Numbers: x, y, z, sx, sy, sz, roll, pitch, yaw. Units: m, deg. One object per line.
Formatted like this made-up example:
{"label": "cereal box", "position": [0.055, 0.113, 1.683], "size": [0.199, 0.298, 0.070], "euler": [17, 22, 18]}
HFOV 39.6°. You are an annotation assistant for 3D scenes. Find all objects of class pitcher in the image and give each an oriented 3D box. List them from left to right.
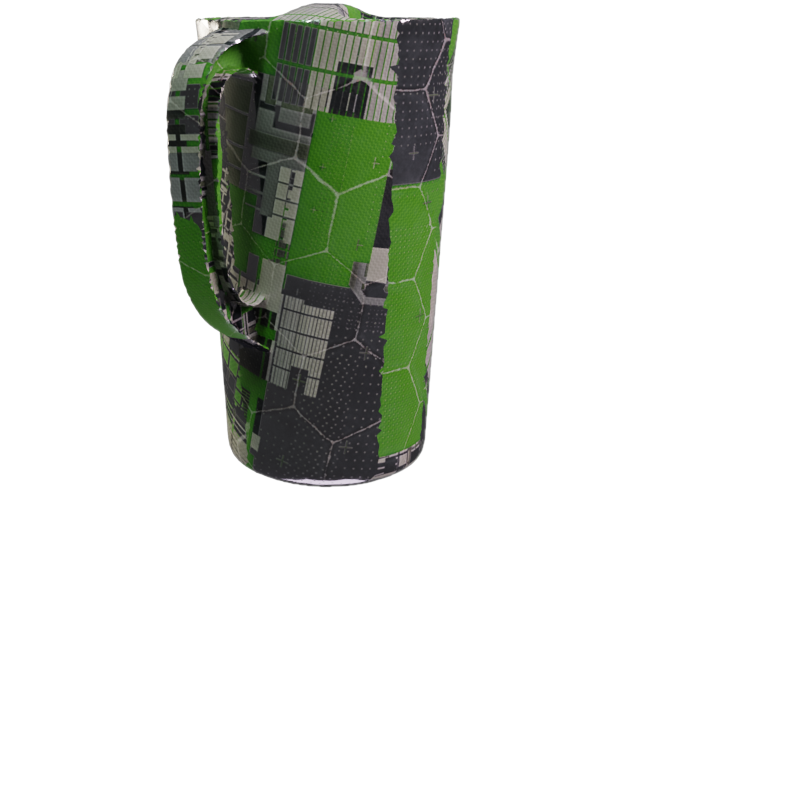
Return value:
{"label": "pitcher", "position": [-0.045, -0.082, 0.577], "size": [0.147, 0.236, 0.151], "euler": [-2, 14, -10]}
